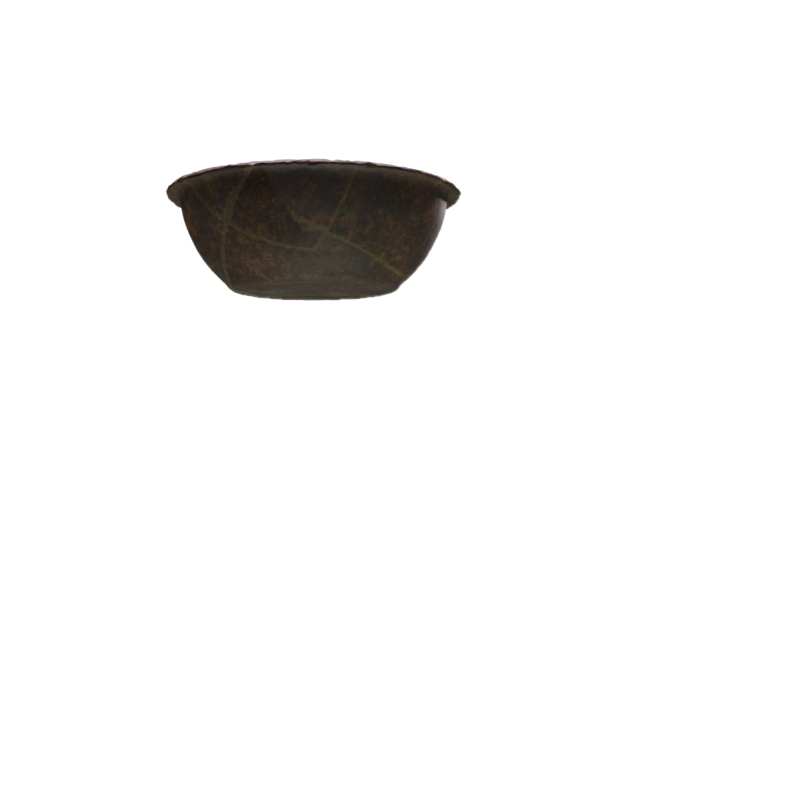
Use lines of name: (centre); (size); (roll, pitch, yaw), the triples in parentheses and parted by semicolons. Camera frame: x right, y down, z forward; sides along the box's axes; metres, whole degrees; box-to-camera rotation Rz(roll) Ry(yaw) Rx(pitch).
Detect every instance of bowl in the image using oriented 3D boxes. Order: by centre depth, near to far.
bowl: (-0.048, -0.087, 0.609); (0.162, 0.056, 0.160); (0, -3, -2)
